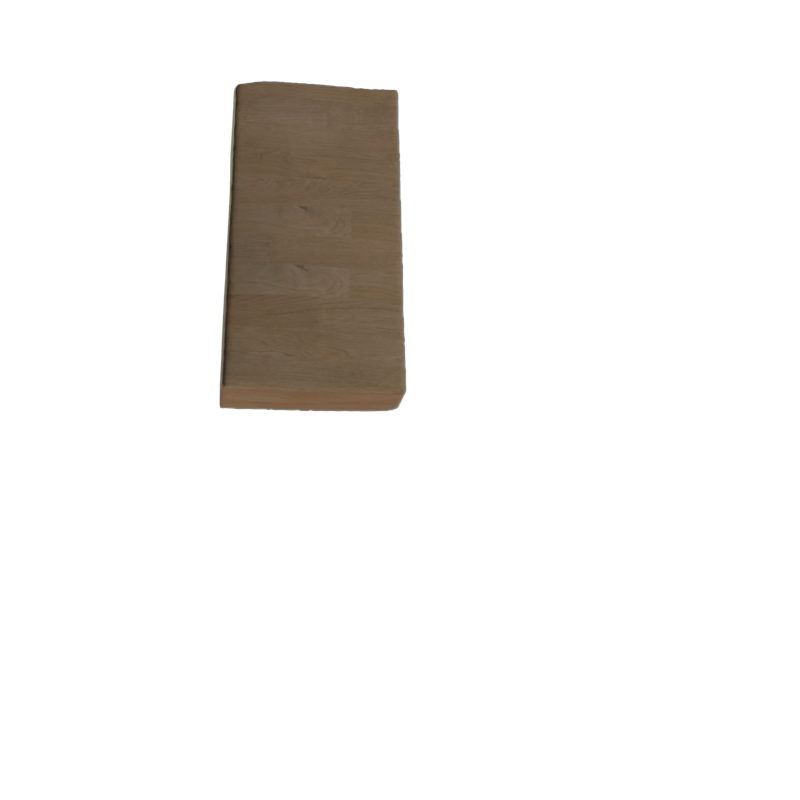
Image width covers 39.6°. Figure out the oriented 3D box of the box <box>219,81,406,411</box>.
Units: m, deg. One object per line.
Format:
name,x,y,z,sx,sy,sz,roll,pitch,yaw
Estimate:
box,-0.046,-0.084,0.587,0.092,0.185,0.046,1,-21,-7
